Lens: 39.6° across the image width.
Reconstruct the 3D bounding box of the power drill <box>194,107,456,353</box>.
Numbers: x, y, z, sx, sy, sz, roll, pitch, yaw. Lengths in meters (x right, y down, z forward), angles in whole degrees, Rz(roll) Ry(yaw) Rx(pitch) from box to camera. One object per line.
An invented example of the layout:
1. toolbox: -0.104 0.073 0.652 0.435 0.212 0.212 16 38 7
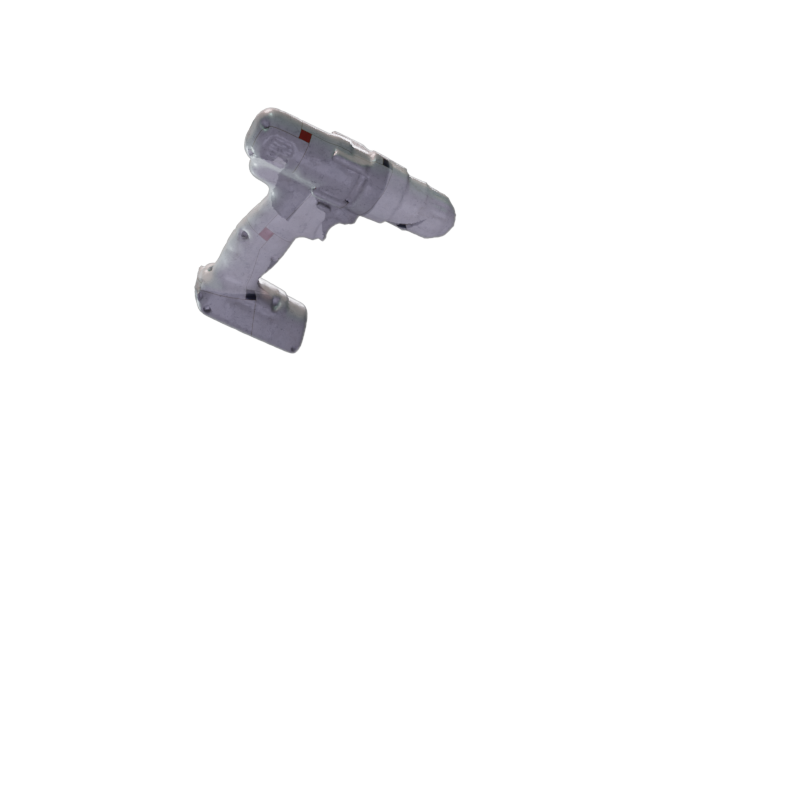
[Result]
1. power drill: -0.071 -0.130 0.913 0.179 0.182 0.061 26 26 -14
